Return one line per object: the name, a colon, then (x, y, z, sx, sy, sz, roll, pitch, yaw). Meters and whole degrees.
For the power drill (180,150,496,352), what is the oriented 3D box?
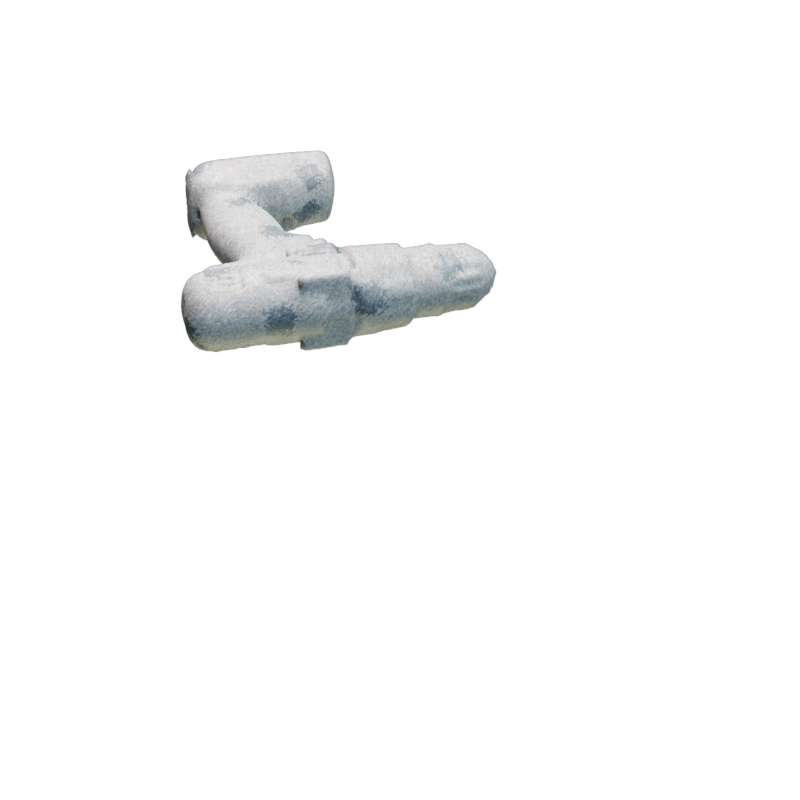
power drill: (-0.055, -0.100, 0.697, 0.182, 0.054, 0.201, -8, 31, -14)
